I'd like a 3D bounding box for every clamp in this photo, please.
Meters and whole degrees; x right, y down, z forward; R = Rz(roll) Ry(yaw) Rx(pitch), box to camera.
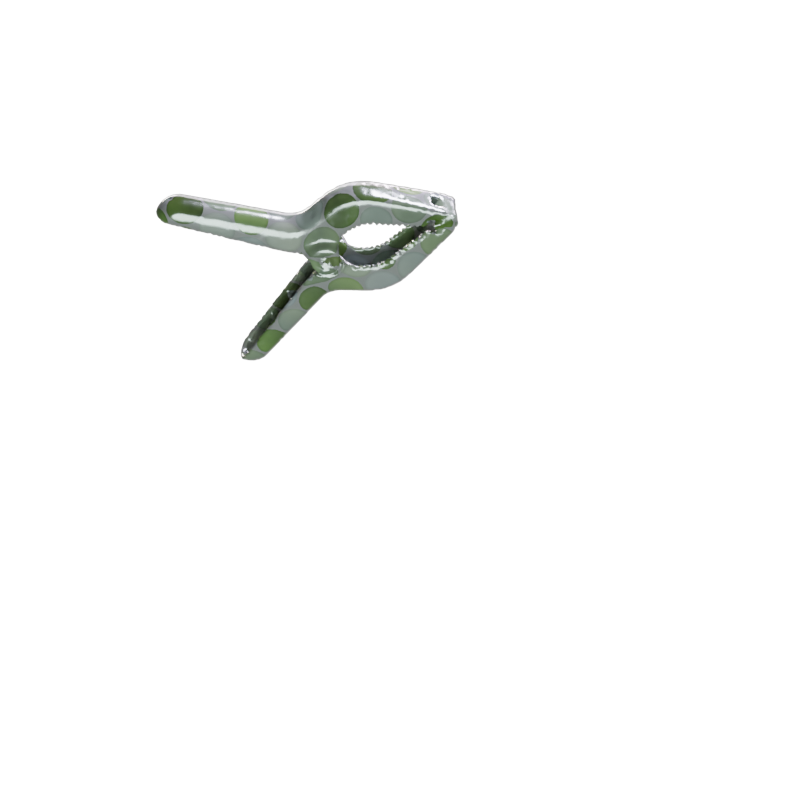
[{"bbox_3d":[-0.064,-0.116,0.816,0.211,0.039,0.152,-20,-50,18],"label":"clamp"}]
